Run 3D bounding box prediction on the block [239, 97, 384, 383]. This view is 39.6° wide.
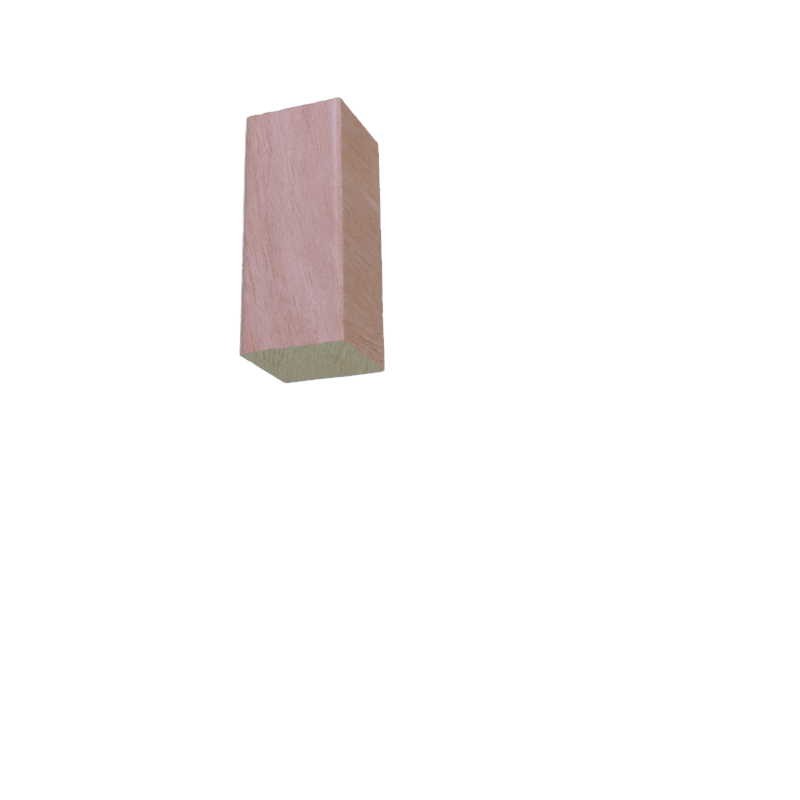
[{"bbox_3d":[-0.071,-0.129,0.903,0.092,0.217,0.085,-9,-23,19],"label":"block"}]
